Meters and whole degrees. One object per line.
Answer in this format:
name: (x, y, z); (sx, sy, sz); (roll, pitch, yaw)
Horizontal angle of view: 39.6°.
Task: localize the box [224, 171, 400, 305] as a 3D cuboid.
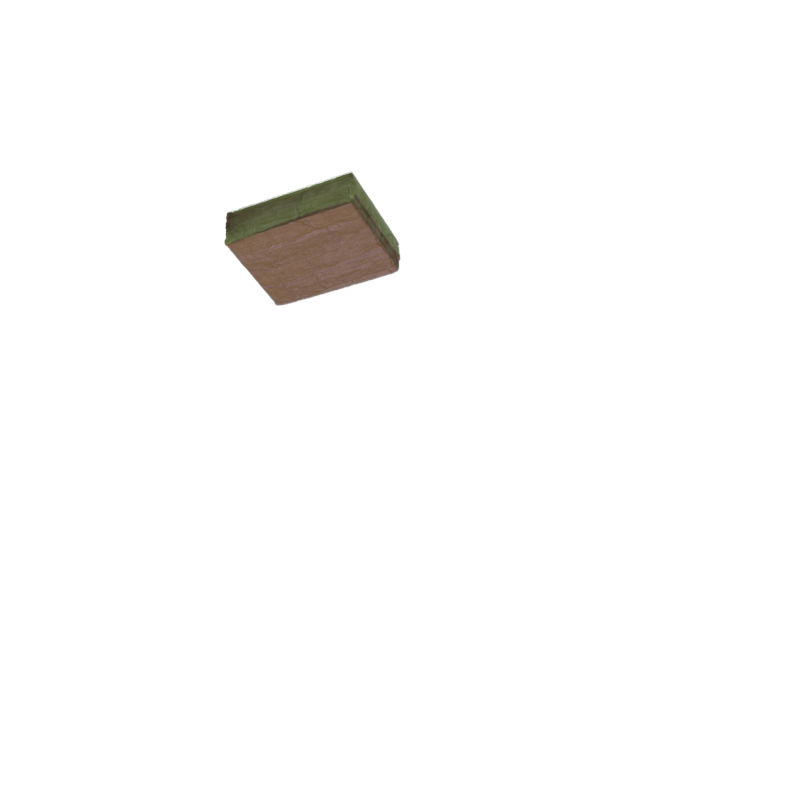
box: (-0.068, -0.125, 0.873); (0.114, 0.042, 0.083); (-16, -41, 19)
